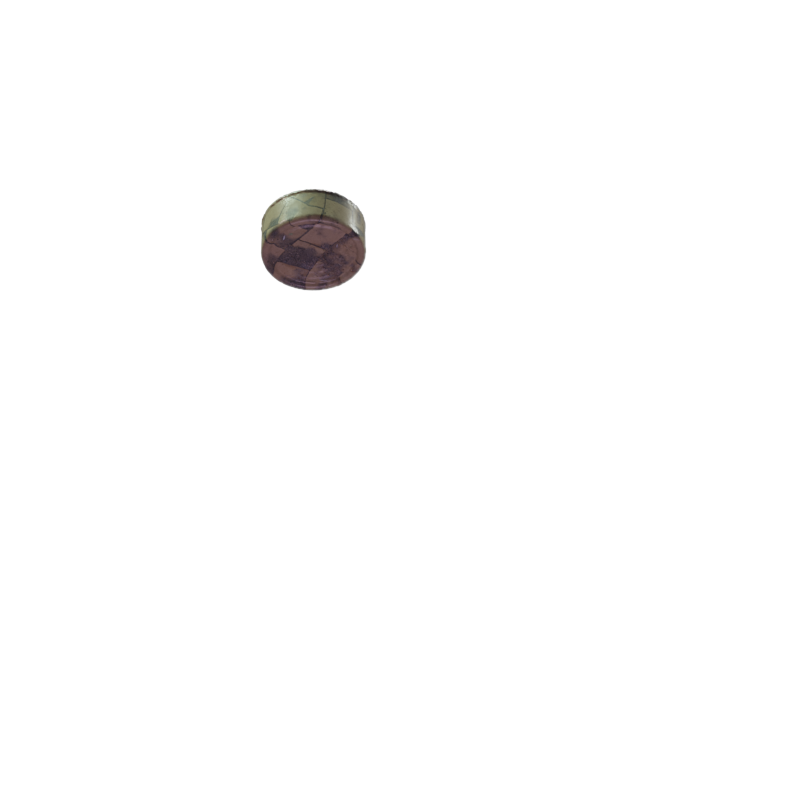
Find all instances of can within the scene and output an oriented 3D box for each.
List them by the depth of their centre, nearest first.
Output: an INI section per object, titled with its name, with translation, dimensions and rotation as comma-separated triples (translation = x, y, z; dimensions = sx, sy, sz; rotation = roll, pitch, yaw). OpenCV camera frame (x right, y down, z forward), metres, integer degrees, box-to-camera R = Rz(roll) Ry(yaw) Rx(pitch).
[can]
translation = -0.070, -0.128, 0.896
dimensions = 0.086, 0.036, 0.080
rotation = 1, -41, -1
